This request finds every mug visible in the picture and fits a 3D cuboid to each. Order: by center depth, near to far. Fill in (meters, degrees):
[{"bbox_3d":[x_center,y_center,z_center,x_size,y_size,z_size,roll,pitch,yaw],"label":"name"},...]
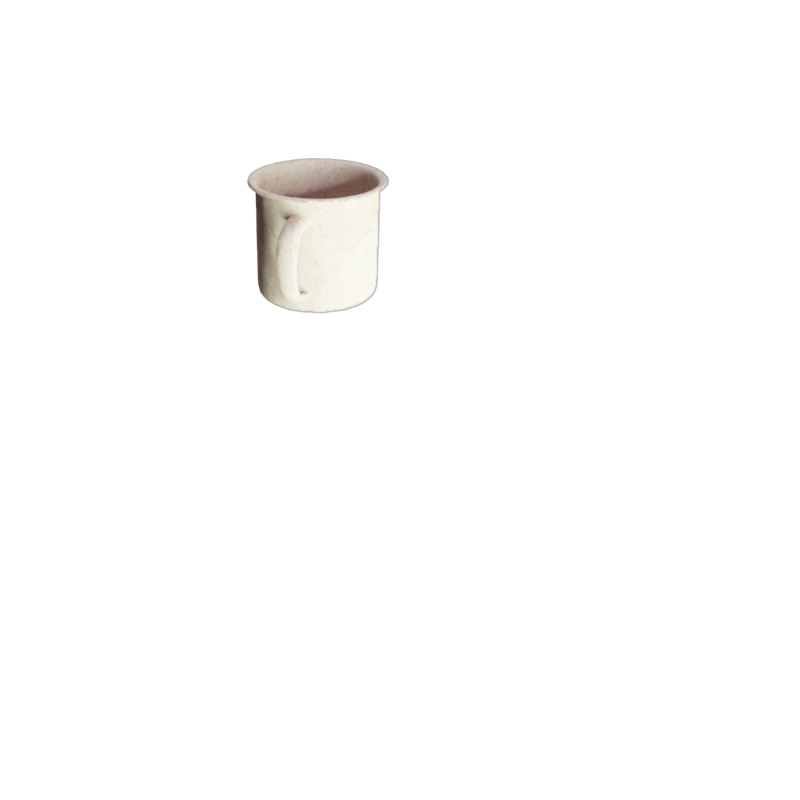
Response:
[{"bbox_3d":[-0.057,-0.104,0.730,0.095,0.077,0.121,6,26,10],"label":"mug"}]
